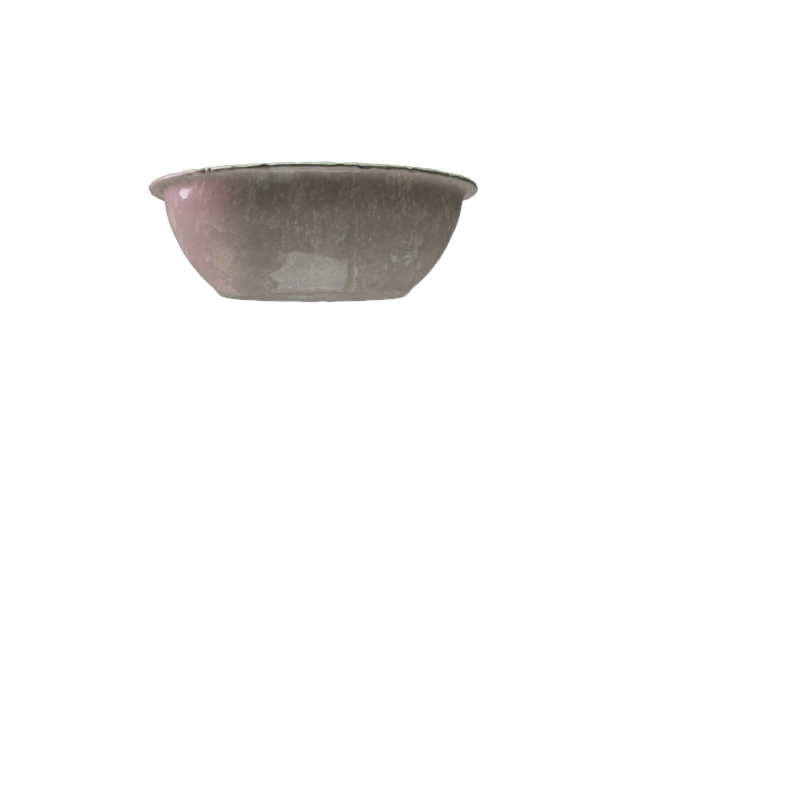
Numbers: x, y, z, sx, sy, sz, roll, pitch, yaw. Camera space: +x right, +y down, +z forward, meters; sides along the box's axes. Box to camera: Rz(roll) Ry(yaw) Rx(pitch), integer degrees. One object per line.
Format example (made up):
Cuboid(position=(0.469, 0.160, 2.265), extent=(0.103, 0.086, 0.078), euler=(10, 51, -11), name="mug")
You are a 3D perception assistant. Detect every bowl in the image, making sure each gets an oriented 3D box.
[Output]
Cuboid(position=(-0.043, -0.078, 0.545), extent=(0.162, 0.055, 0.161), euler=(0, 1, -2), name="bowl")
